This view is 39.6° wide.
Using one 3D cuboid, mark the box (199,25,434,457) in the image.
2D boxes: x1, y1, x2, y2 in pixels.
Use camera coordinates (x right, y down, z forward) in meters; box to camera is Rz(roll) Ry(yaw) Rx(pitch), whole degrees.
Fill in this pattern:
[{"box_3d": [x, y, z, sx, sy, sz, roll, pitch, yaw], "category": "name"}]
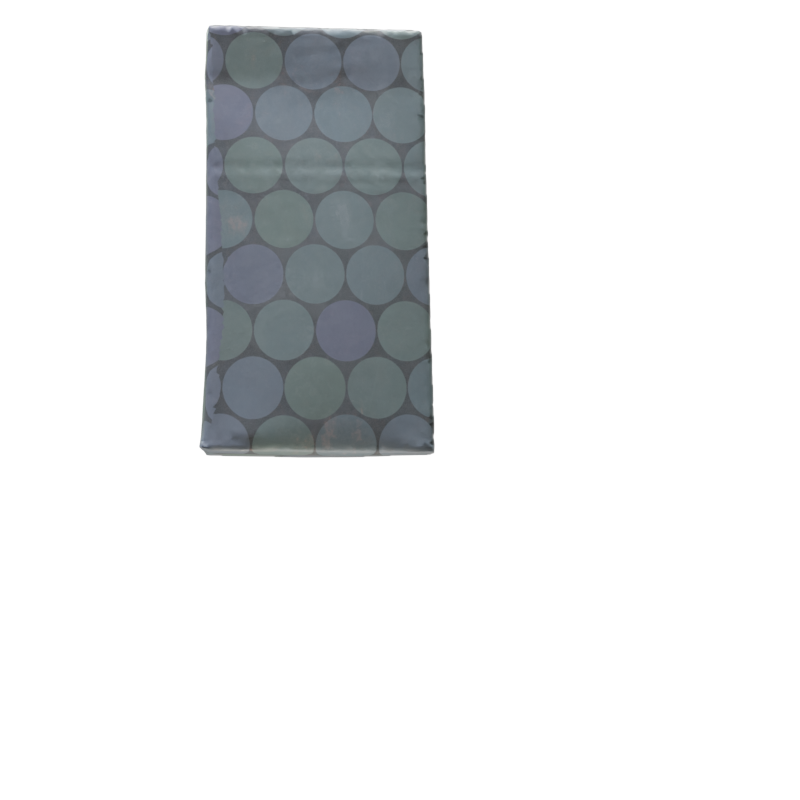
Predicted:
[{"box_3d": [-0.036, -0.066, 0.464, 0.093, 0.182, 0.047, 0, -12, -6], "category": "box"}]
